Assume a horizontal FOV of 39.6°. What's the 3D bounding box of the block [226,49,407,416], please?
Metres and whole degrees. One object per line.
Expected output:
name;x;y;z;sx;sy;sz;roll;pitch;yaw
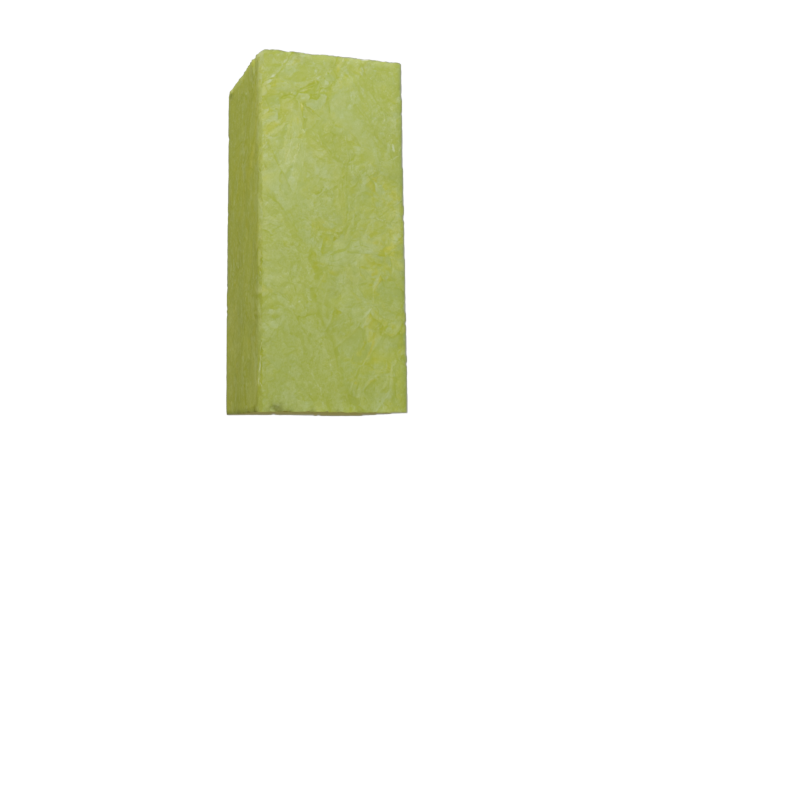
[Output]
block;-0.053;-0.096;0.670;0.088;0.211;0.091;2;-9;-19
